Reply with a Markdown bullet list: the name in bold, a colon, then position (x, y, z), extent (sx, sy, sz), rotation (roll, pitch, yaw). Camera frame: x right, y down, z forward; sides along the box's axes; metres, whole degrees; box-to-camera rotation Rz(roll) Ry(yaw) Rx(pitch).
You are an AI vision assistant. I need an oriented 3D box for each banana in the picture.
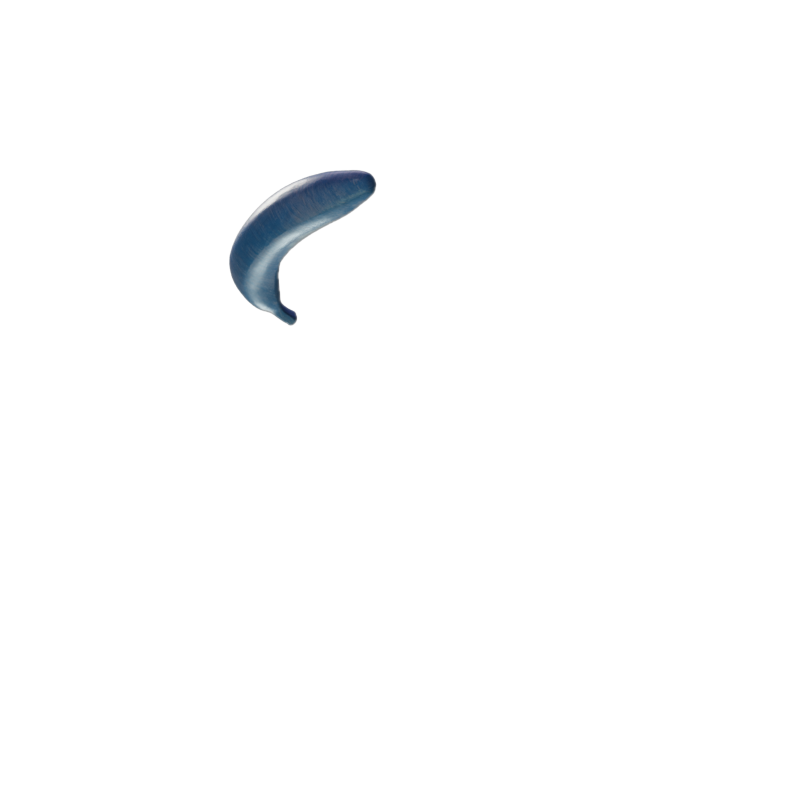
- **banana**: position (-0.081, -0.114, 0.789), extent (0.068, 0.039, 0.192), rotation (9, -26, -19)
